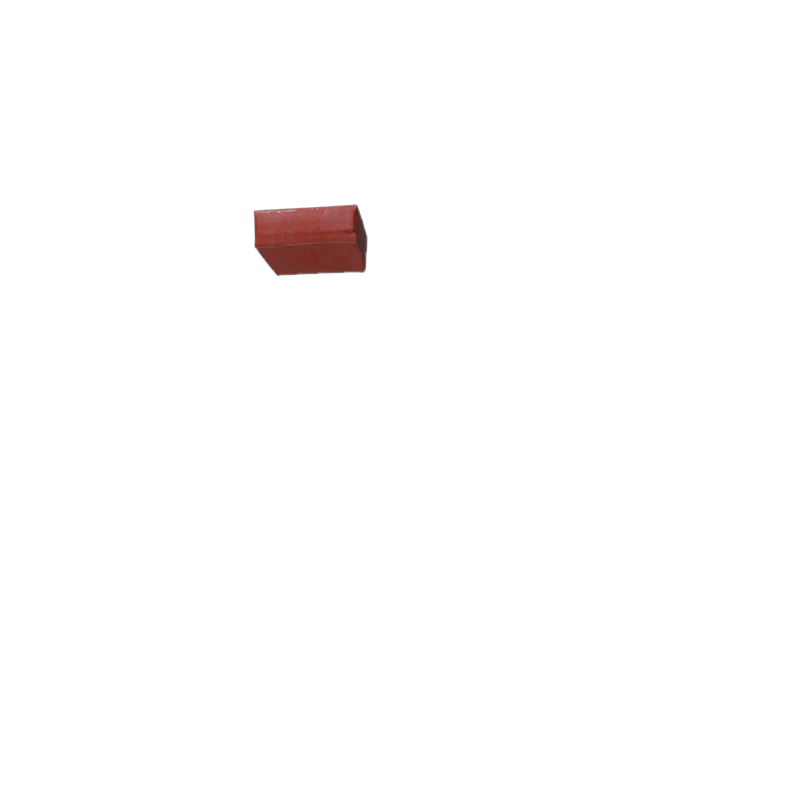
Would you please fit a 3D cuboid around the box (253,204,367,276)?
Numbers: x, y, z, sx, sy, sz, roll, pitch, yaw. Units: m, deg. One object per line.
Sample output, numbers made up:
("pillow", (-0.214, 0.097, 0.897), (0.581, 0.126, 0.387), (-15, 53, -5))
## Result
("box", (-0.077, -0.141, 0.989), (0.090, 0.040, 0.109), (-1, -10, 5))
